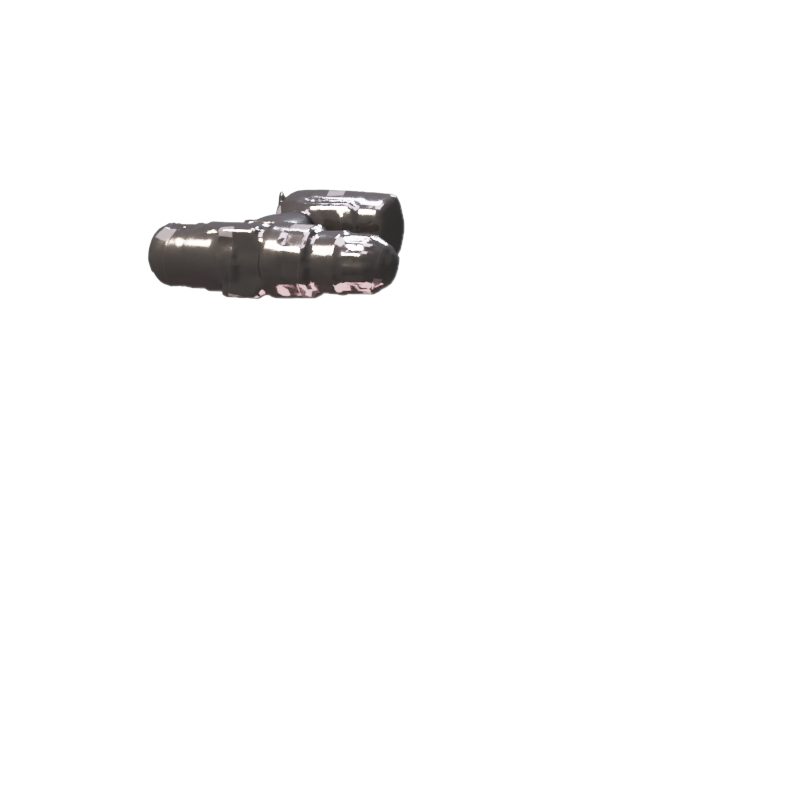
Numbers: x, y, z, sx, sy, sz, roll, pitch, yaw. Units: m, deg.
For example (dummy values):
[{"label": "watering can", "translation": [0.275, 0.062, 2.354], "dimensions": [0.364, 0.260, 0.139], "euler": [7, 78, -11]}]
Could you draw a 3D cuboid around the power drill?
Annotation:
[{"label": "power drill", "translation": [-0.064, -0.116, 0.815], "dimensions": [0.191, 0.056, 0.187], "euler": [7, 17, 22]}]
